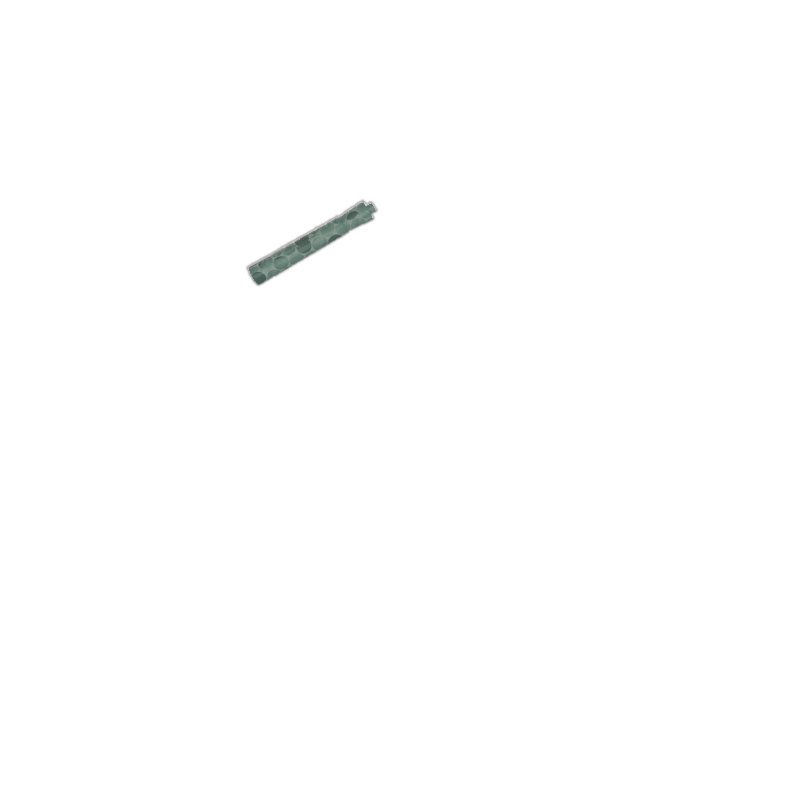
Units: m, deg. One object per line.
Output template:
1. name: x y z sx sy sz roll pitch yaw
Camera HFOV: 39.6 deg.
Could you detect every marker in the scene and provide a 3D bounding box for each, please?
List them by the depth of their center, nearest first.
1. marker: -0.074 -0.135 0.949 0.121 0.020 0.020 -29 1 6
